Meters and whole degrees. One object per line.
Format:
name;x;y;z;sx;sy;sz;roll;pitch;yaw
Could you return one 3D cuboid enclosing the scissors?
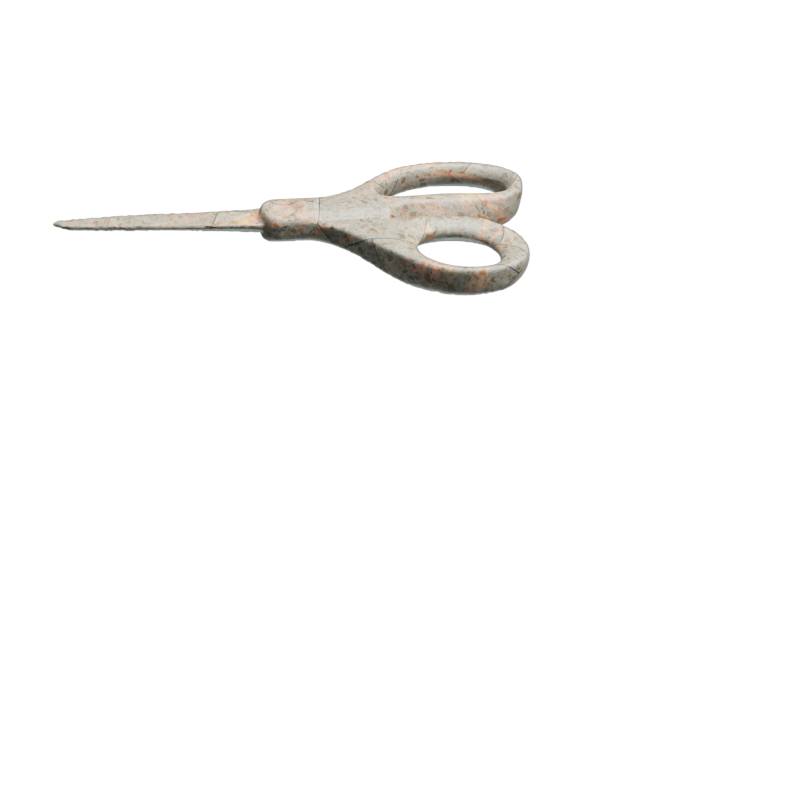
scissors;-0.036;-0.065;0.459;0.199;0.015;0.104;-13;40;-15
